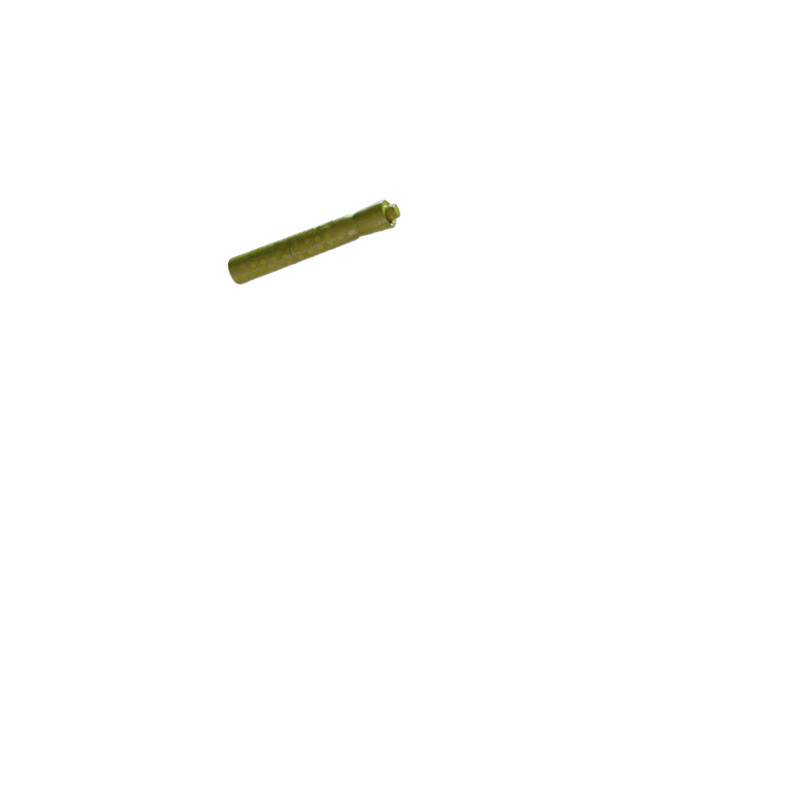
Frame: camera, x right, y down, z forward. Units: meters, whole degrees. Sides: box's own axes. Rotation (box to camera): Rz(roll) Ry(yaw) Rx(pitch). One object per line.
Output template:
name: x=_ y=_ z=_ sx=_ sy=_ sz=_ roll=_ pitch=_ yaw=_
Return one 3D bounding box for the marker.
marker: x=-0.055 y=-0.101 z=0.707 sx=0.122 sy=0.020 sz=0.019 roll=-17 pitch=-3 yaw=24
